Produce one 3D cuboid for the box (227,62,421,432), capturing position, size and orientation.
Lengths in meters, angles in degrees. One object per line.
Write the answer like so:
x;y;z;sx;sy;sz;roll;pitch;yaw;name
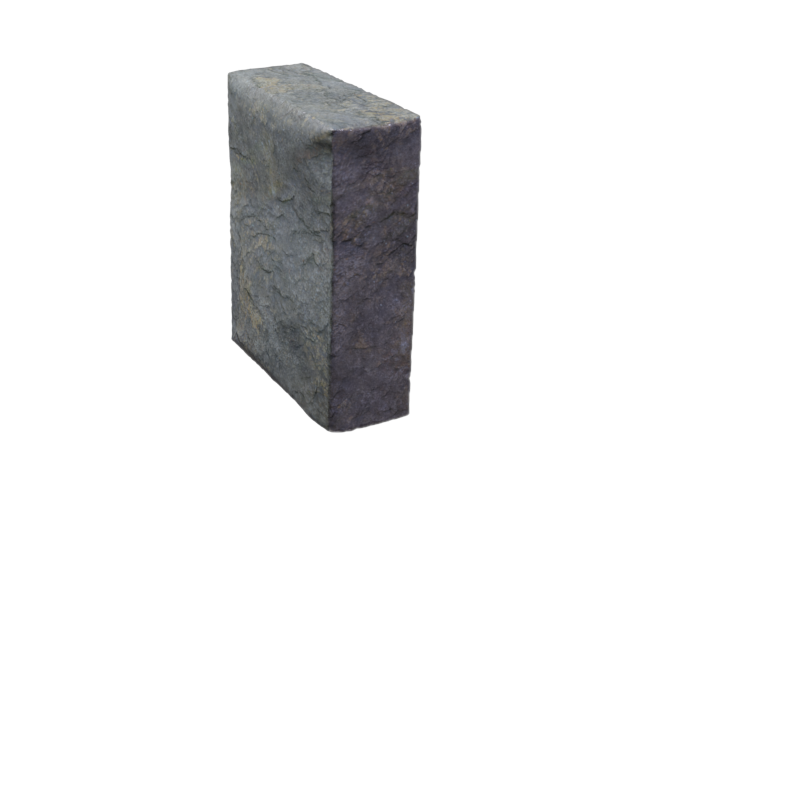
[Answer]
-0.060;-0.109;0.767;0.070;0.203;0.176;-12;28;-28;box
